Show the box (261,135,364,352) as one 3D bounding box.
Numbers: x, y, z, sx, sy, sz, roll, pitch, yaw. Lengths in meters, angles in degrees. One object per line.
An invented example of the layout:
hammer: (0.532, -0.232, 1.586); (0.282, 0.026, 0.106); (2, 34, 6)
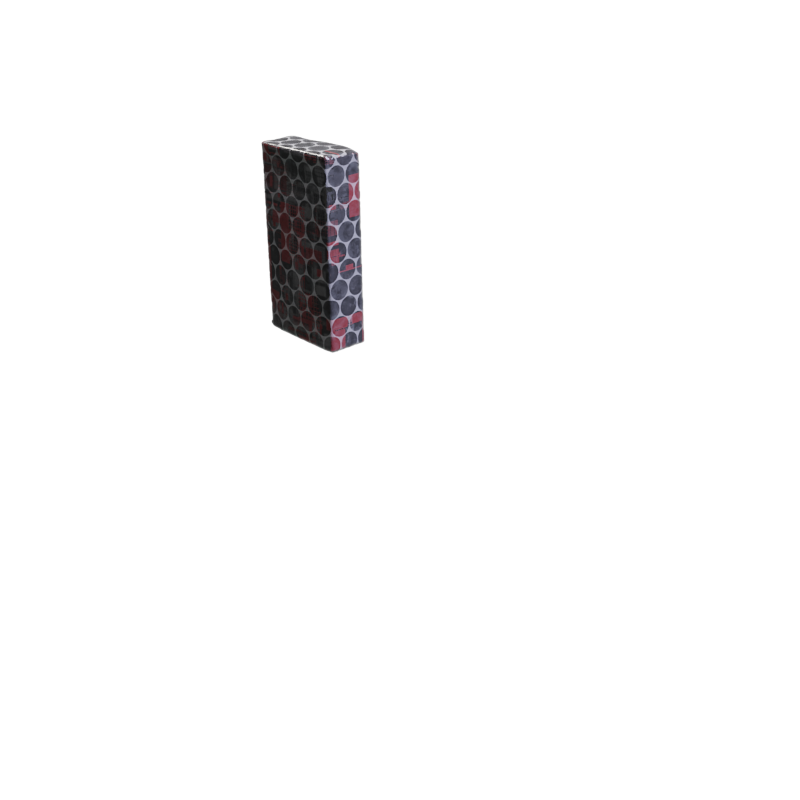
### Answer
box: (-0.077, -0.140, 0.983); (0.047, 0.169, 0.099); (-13, 23, -38)
